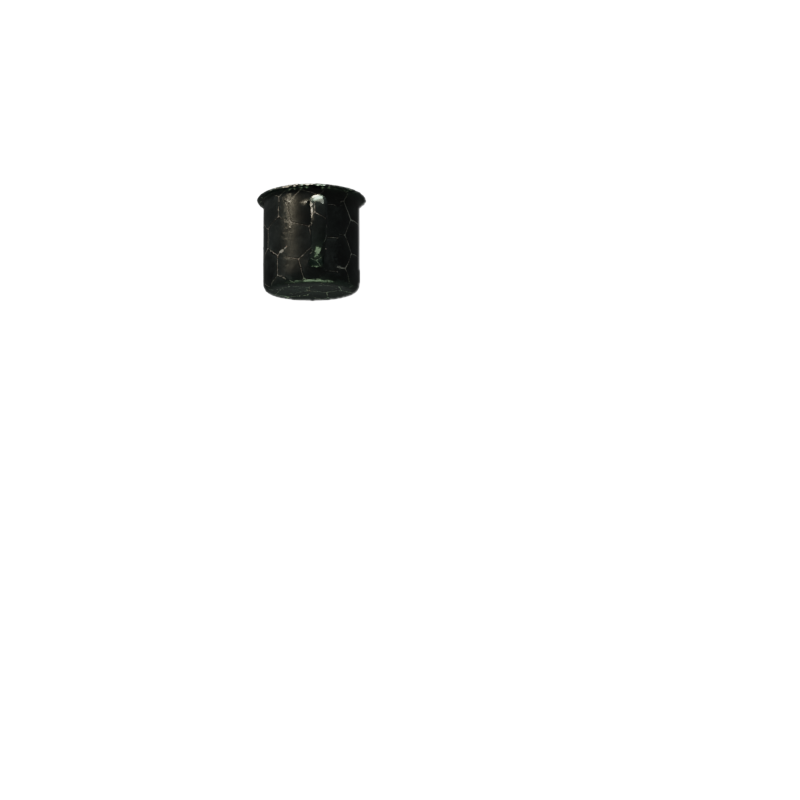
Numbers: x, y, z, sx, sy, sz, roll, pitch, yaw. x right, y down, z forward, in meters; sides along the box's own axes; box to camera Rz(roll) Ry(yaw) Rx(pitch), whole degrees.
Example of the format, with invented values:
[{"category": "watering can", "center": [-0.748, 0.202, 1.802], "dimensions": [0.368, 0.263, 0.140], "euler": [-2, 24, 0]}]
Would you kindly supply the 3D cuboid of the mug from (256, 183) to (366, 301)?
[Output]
[{"category": "mug", "center": [-0.073, -0.132, 0.928], "dimensions": [0.092, 0.084, 0.115], "euler": [2, -10, -10]}]
